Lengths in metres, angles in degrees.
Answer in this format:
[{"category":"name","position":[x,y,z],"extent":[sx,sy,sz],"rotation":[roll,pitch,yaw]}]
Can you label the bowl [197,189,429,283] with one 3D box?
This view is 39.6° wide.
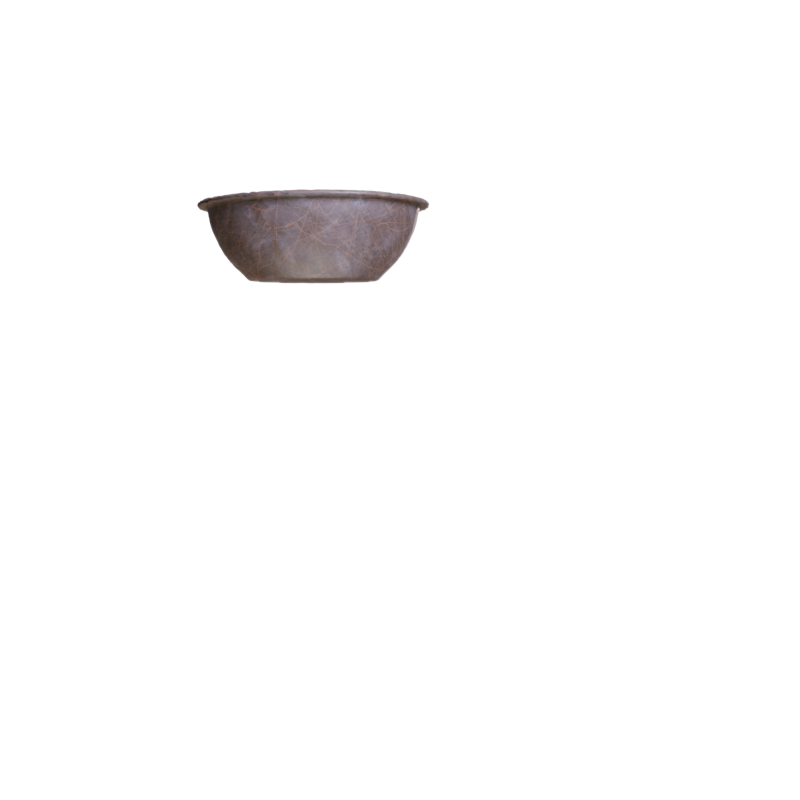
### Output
[{"category":"bowl","position":[-0.060,-0.110,0.772],"extent":[0.162,0.055,0.162],"rotation":[0,3,-2]}]
